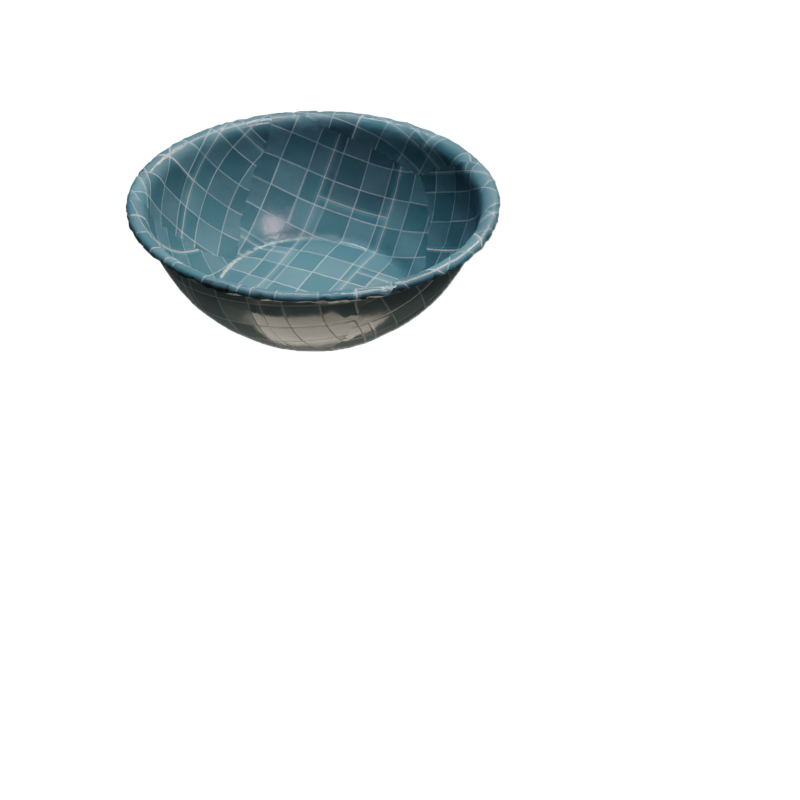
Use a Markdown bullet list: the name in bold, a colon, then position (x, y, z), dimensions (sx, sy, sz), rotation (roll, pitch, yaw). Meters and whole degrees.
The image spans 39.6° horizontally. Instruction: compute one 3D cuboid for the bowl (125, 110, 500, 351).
- **bowl**: position (-0.039, -0.071, 0.495), dimensions (0.162, 0.051, 0.173), rotation (-1, 38, -2)
